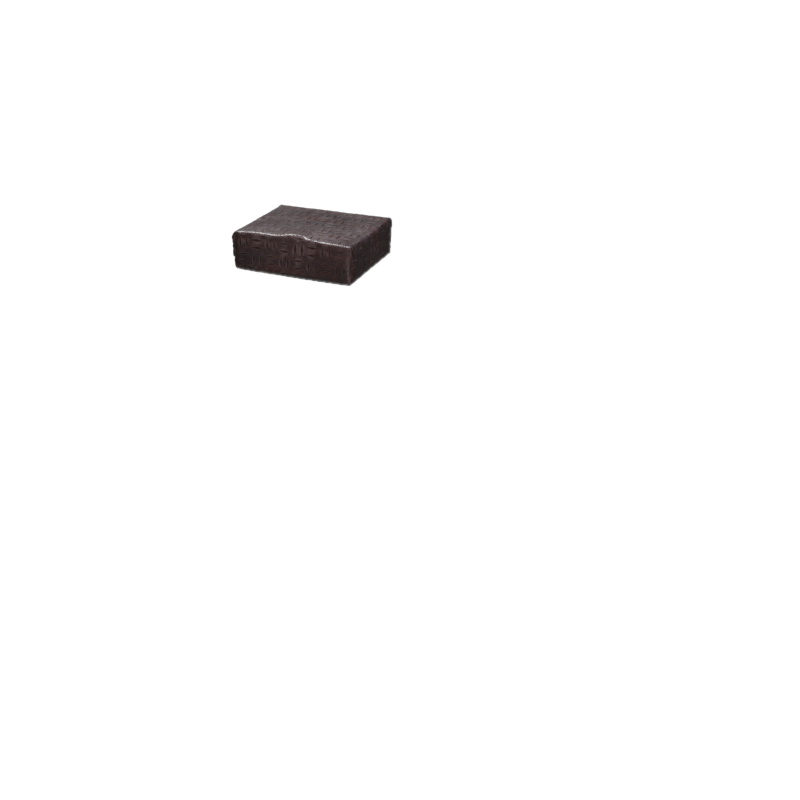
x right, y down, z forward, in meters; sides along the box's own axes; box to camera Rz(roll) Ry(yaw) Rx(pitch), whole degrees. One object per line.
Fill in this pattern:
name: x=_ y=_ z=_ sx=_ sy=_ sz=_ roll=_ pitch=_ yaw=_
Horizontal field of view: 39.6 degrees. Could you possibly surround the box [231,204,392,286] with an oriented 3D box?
box: x=-0.060 y=-0.109 z=0.761 sx=0.092 sy=0.029 sz=0.074 roll=10 pitch=26 yaw=21
